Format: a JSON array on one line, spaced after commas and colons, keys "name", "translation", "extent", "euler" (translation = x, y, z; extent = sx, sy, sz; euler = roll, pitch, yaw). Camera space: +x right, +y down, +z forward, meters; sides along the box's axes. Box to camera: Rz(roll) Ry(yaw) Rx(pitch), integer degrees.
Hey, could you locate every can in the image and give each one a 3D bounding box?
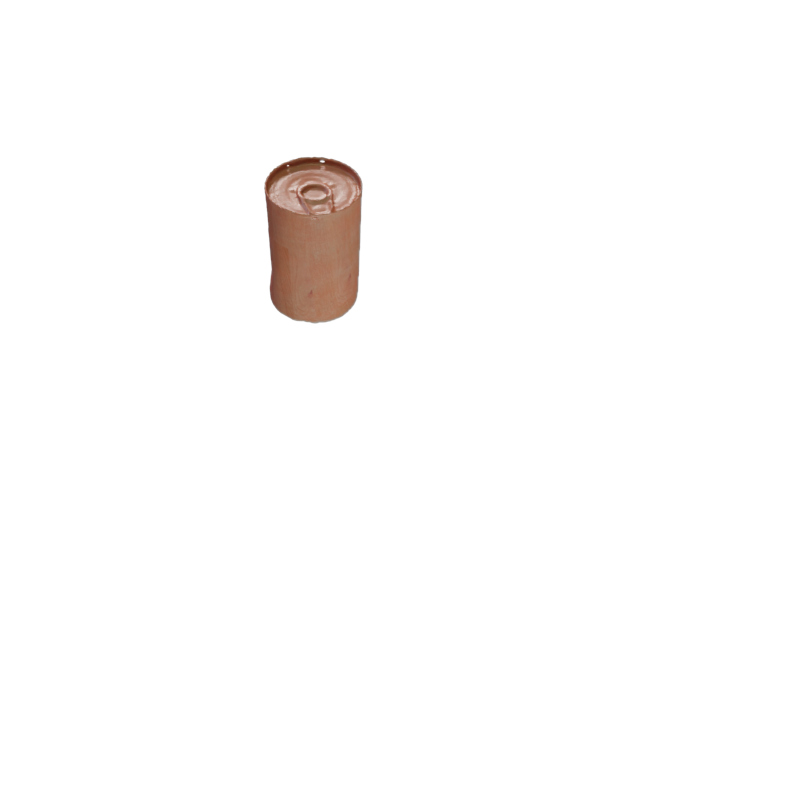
[{"name": "can", "translation": [-0.062, -0.114, 0.795], "extent": [0.068, 0.095, 0.074], "euler": [0, 43, -3]}]
